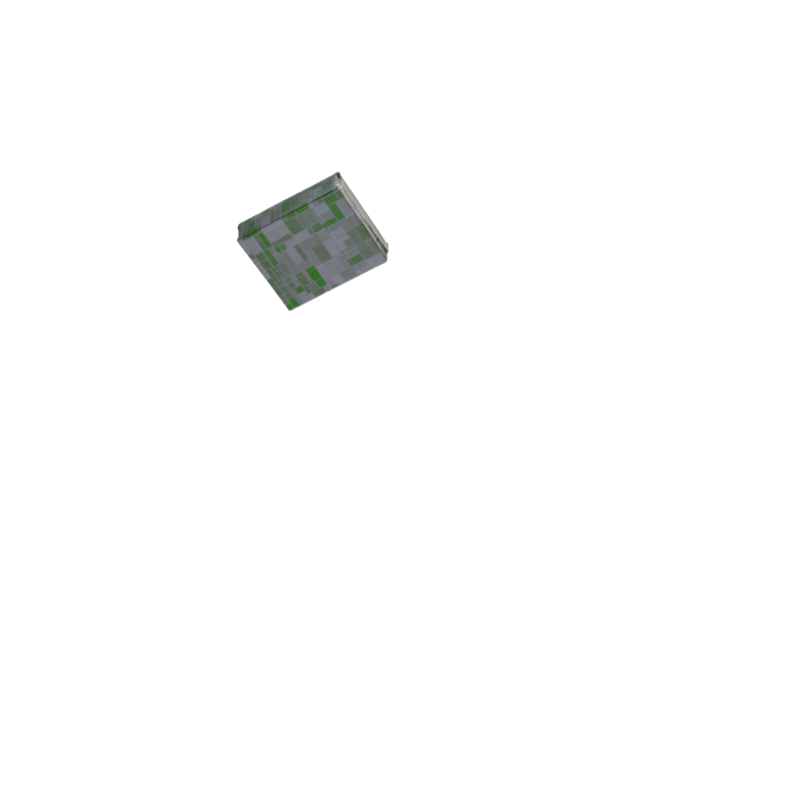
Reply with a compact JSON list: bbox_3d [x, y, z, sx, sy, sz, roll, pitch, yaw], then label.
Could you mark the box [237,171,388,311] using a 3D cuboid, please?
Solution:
[{"bbox_3d":[-0.064,-0.117,0.817,0.089,0.068,0.032,-26,31,16],"label":"box"}]
